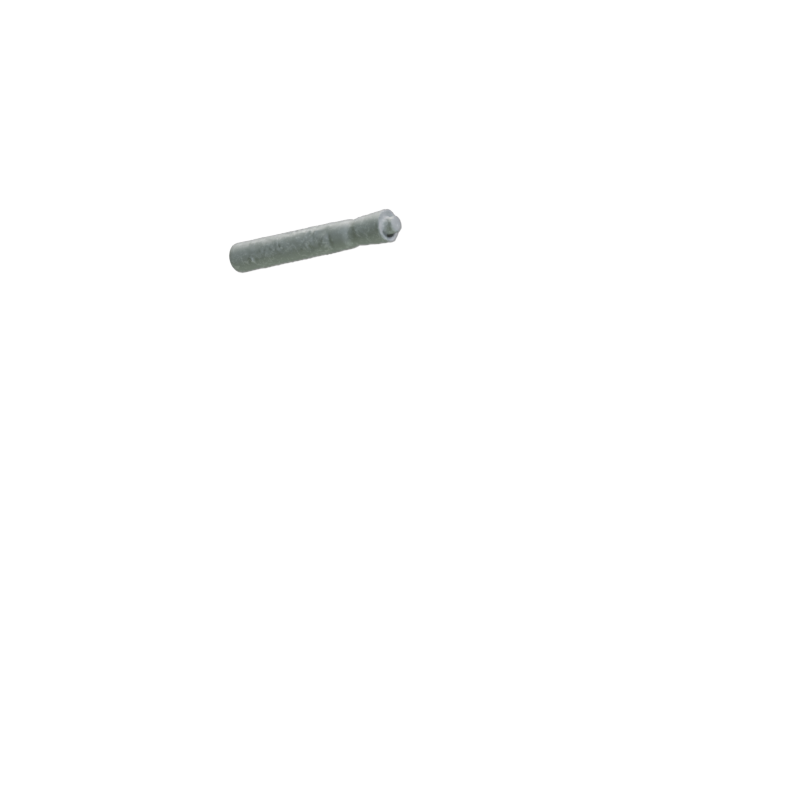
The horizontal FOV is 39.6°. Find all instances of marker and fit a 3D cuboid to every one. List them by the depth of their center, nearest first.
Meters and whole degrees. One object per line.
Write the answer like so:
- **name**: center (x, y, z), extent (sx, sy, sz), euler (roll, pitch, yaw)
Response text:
- **marker**: center (-0.050, -0.092, 0.641), extent (0.124, 0.020, 0.019), euler (-5, 0, 38)
